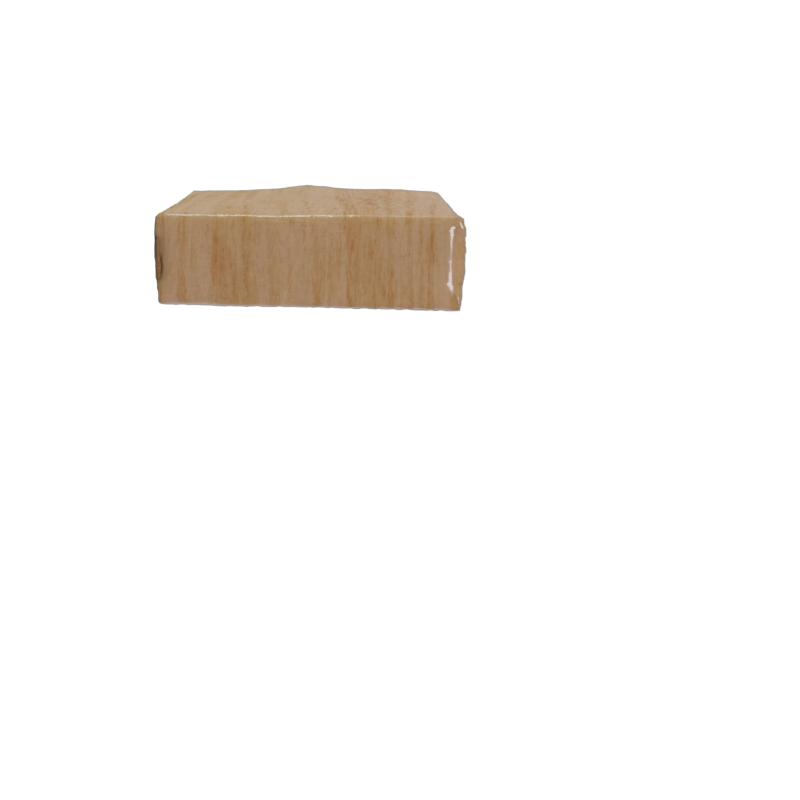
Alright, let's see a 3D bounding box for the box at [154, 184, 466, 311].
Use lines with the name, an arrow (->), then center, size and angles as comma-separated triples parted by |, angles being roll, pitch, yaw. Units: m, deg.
box -> -0.027, -0.050, 0.348 | 0.089, 0.029, 0.075 | 0, 15, 0
